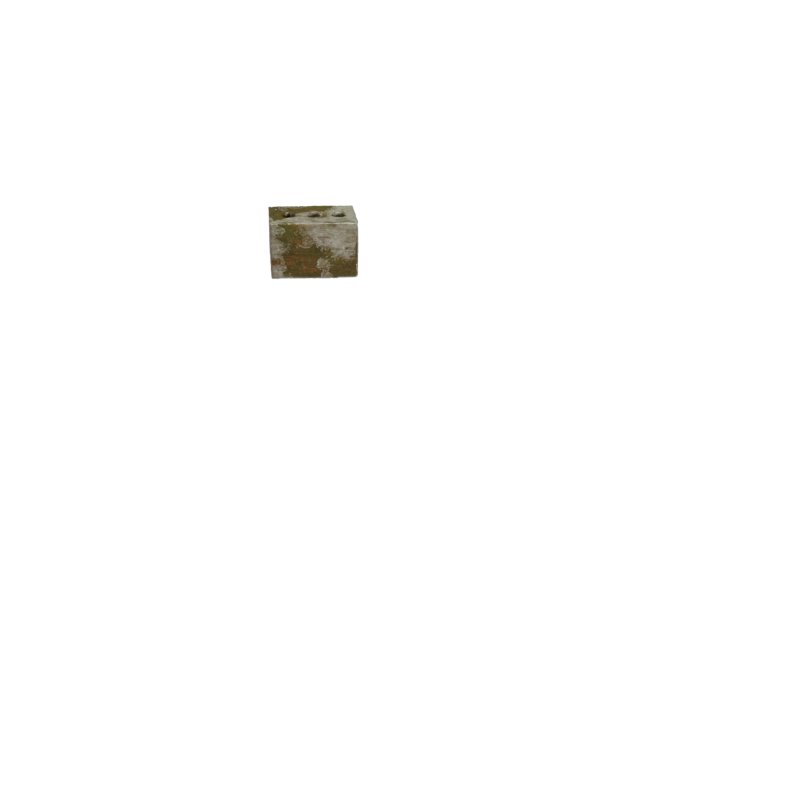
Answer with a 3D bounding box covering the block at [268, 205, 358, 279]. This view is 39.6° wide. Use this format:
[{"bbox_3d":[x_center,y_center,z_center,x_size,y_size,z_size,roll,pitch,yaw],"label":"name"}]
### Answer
[{"bbox_3d":[-0.076,-0.139,0.971,0.077,0.049,0.055,-1,22,-5],"label":"block"}]
